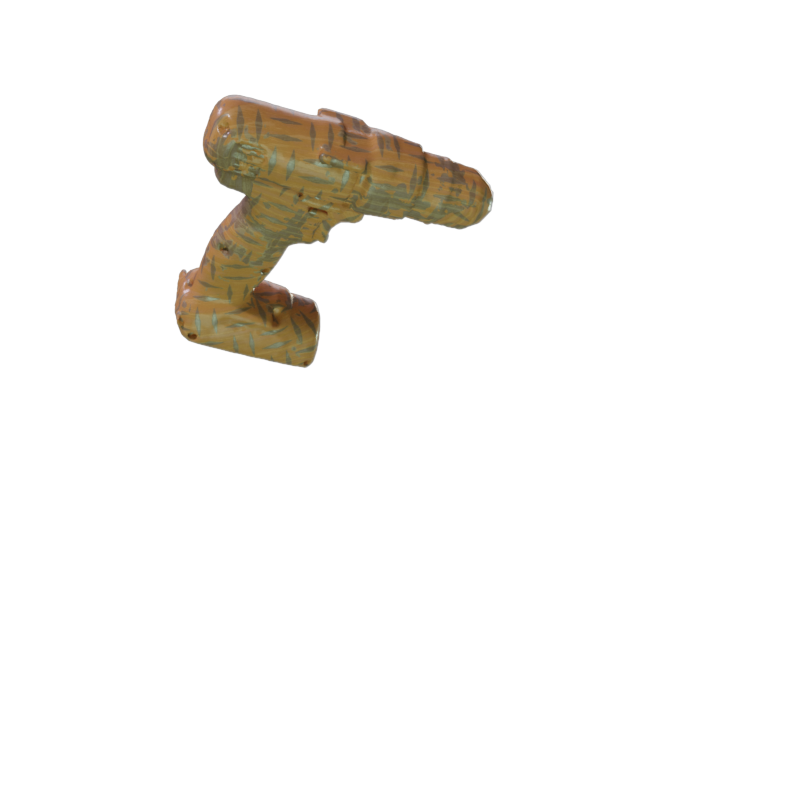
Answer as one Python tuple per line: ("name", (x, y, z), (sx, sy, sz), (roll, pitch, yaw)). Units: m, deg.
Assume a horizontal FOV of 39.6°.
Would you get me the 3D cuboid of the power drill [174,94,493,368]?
("power drill", (-0.056, -0.102, 0.715), (0.179, 0.062, 0.180), (16, -47, -16))
